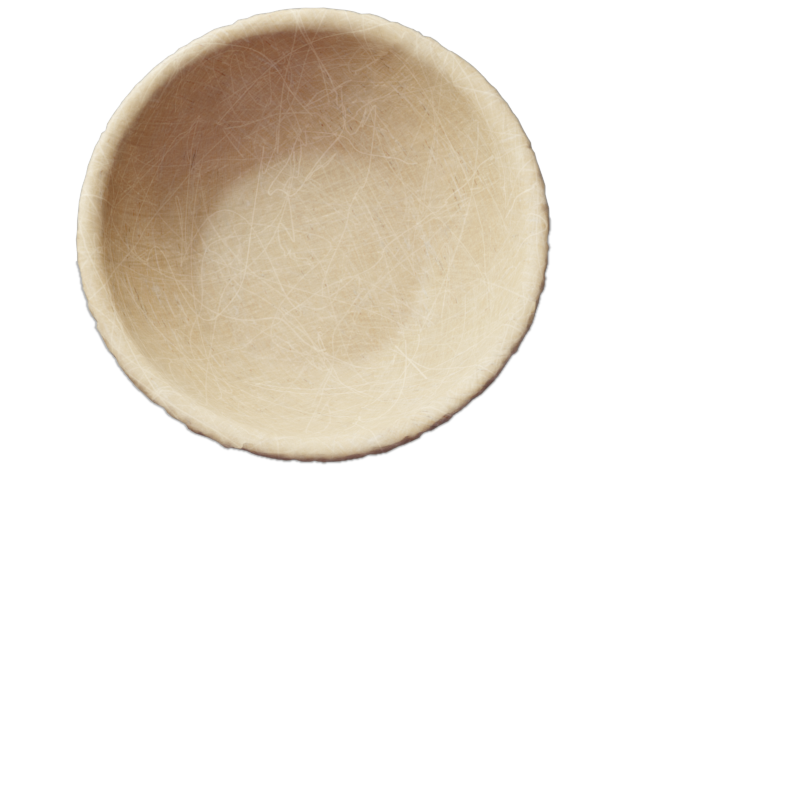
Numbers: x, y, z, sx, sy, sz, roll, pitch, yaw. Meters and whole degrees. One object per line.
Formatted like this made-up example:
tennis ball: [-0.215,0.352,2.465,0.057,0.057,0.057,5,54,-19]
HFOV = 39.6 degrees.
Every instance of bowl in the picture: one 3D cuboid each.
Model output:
bowl: [-0.031,-0.057,0.401,0.162,0.168,0.053,0,-15,-1]
